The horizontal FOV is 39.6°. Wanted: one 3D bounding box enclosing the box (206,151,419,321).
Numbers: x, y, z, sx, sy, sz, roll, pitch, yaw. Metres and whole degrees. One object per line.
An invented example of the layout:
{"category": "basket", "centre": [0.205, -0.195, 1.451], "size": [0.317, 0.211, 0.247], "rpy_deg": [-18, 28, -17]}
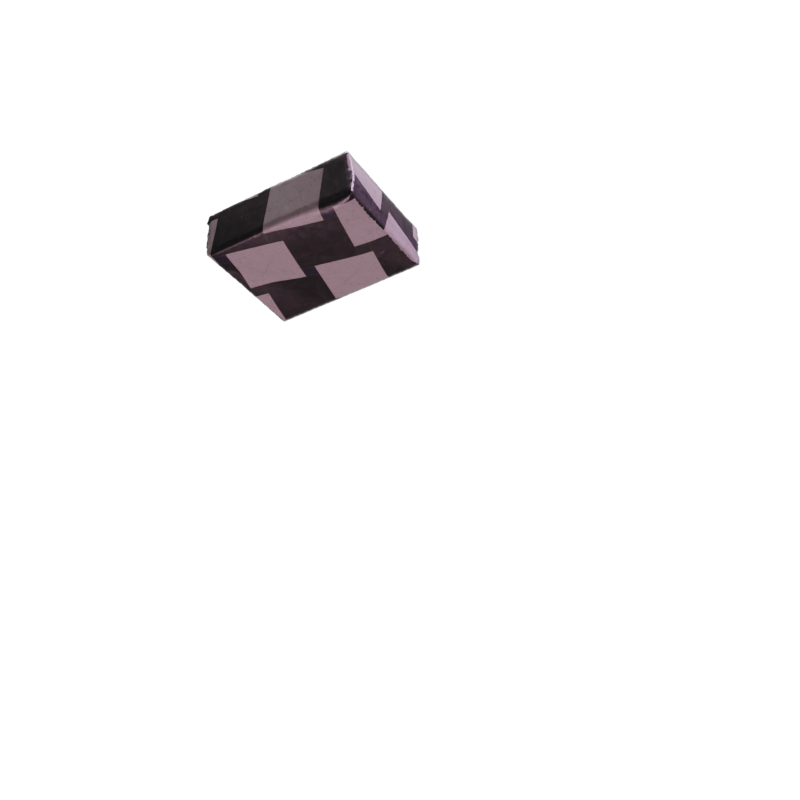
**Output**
{"category": "box", "centre": [-0.057, -0.104, 0.730], "size": [0.114, 0.042, 0.083], "rpy_deg": [-19, -38, 25]}
